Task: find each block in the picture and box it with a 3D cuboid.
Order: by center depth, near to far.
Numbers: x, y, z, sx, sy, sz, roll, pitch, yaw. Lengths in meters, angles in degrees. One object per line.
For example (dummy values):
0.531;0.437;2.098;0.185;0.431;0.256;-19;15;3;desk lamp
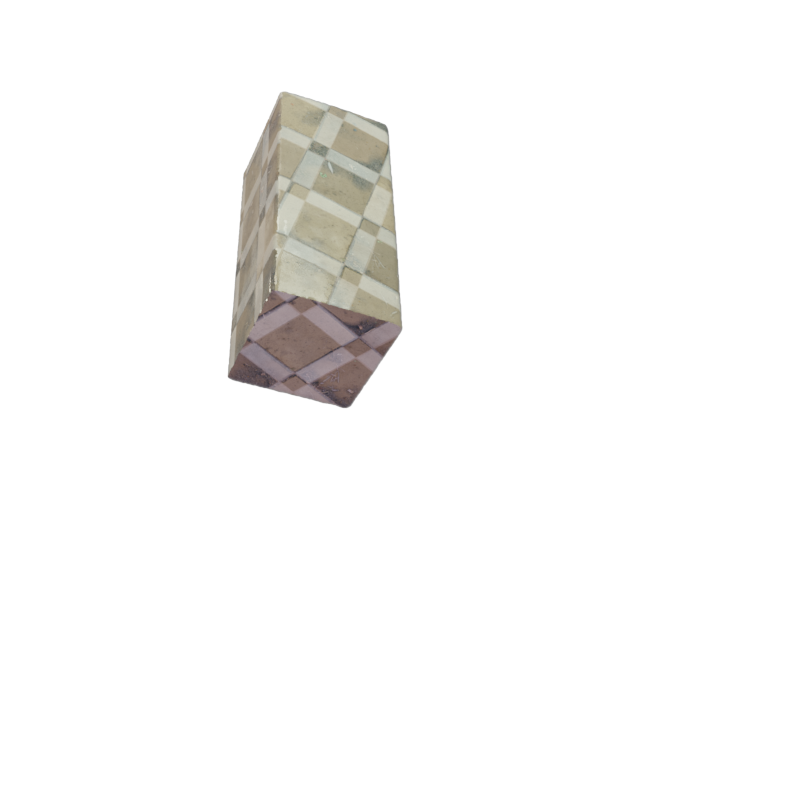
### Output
-0.060;-0.111;0.778;0.087;0.221;0.087;15;-46;-19;block
